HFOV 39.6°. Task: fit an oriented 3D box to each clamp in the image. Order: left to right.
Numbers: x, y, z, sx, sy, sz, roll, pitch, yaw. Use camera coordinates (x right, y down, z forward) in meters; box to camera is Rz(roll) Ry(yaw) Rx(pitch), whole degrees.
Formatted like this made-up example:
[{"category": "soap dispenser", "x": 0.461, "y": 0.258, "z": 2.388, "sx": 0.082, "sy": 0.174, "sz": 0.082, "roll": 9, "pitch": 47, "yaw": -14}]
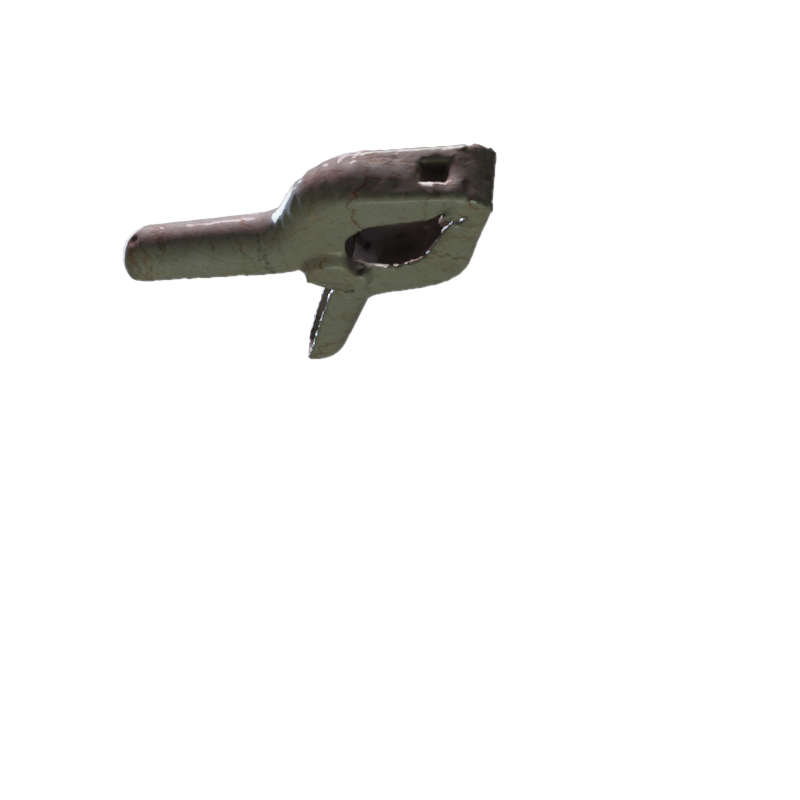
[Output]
[{"category": "clamp", "x": -0.036, "y": -0.066, "z": 0.461, "sx": 0.114, "sy": 0.041, "sz": 0.170, "roll": 15, "pitch": -27, "yaw": -31}]
